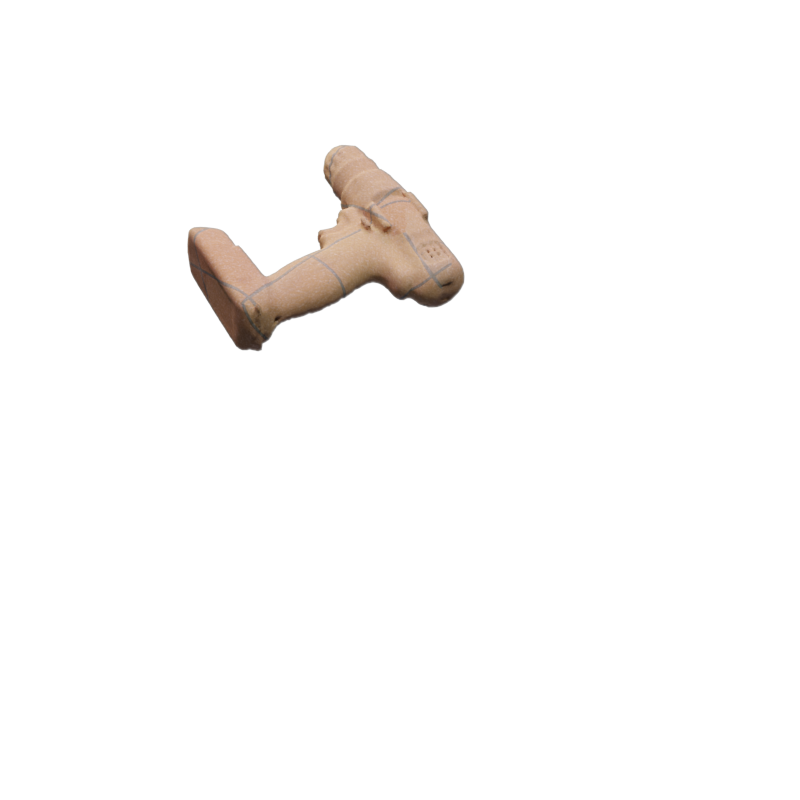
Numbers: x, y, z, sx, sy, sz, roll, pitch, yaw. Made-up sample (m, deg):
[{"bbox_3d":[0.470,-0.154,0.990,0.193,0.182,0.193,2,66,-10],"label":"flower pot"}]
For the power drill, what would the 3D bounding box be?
[{"bbox_3d":[-0.069,-0.125,0.876,0.186,0.053,0.199,-21,50,-19],"label":"power drill"}]
